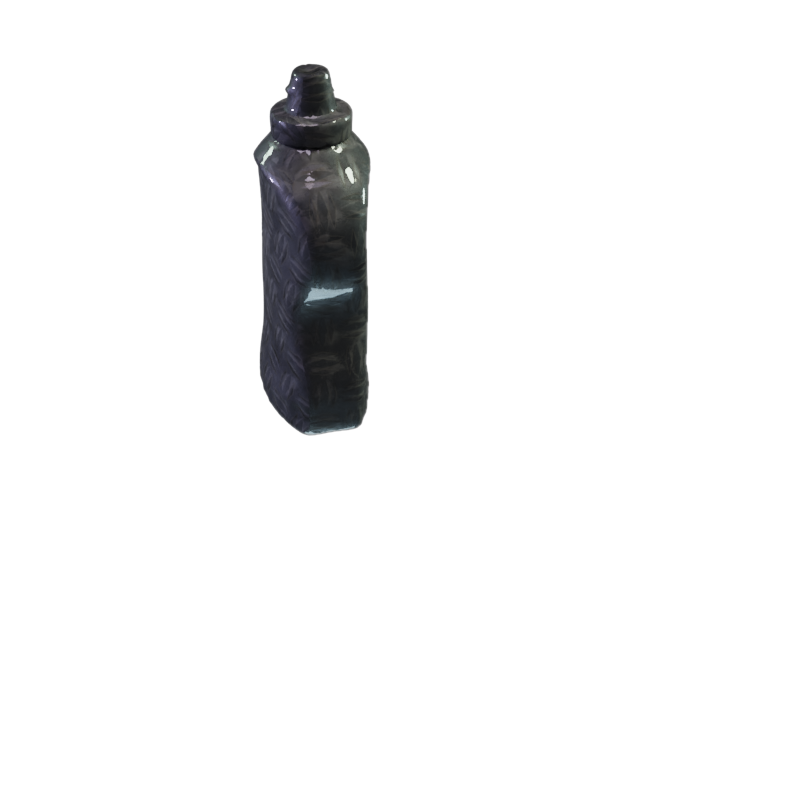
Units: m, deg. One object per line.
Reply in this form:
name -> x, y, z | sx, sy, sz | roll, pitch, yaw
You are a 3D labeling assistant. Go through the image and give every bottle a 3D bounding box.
bottle -> -0.046, -0.083, 0.582 | 0.058, 0.180, 0.103 | -6, 33, -13
